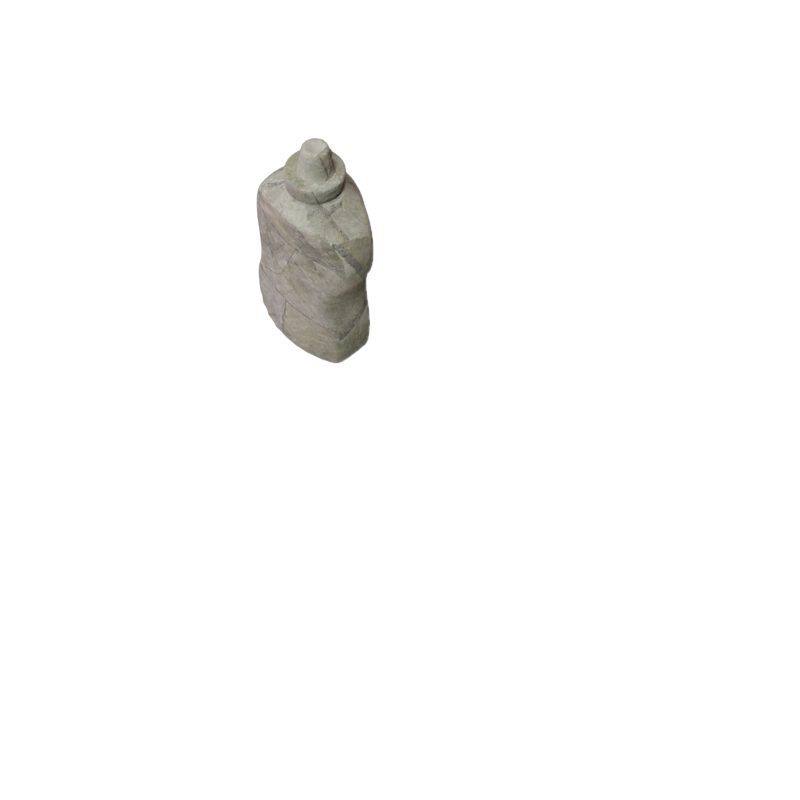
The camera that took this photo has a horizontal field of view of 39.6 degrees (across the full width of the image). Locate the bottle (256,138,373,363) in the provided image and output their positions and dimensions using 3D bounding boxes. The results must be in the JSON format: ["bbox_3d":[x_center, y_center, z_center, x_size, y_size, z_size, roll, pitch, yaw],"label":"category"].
[{"bbox_3d":[-0.061,-0.111,0.777,0.059,0.102,0.179,-34,-26,-23],"label":"bottle"}]
